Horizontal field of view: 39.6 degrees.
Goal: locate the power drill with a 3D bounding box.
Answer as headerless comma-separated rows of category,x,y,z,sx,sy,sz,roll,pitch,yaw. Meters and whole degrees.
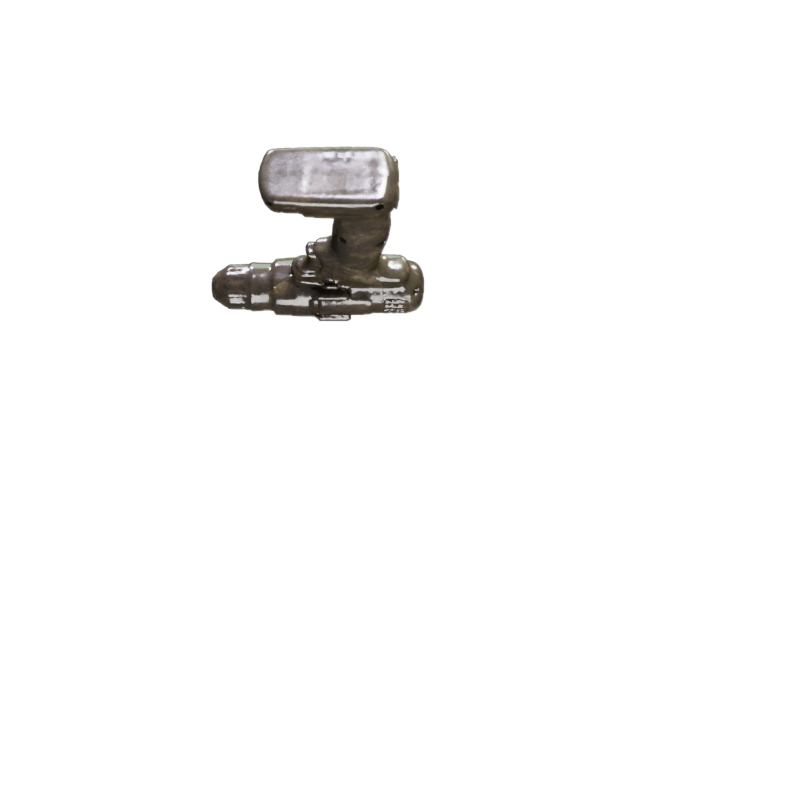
power drill,-0.071,-0.129,0.905,0.185,0.061,0.176,-1,-27,1
